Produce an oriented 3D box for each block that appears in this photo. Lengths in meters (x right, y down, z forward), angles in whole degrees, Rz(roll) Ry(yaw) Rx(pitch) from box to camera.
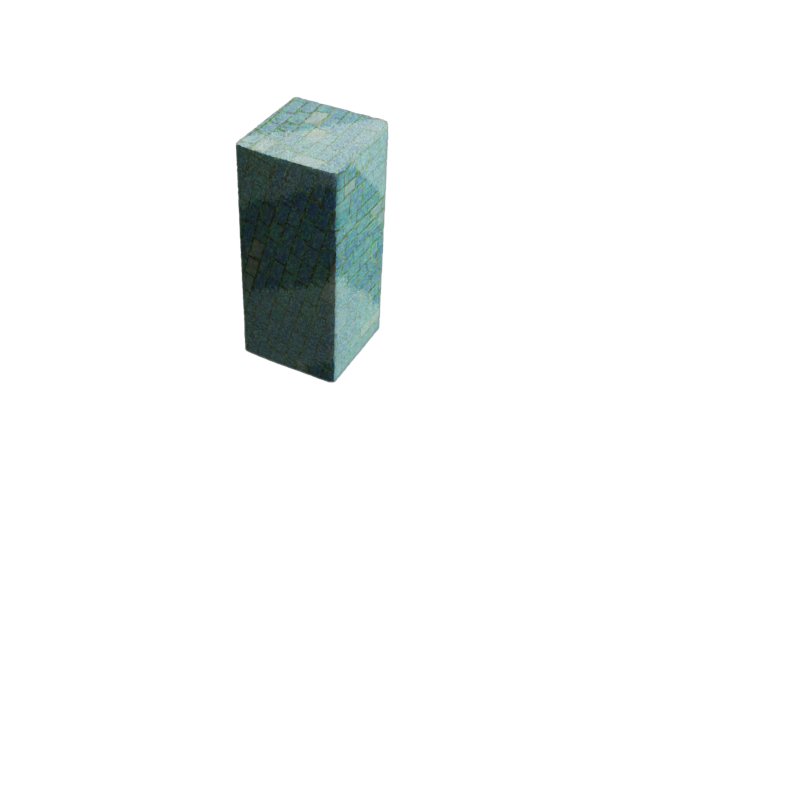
[{"bbox_3d":[-0.071,-0.129,0.907,0.094,0.193,0.093,20,41,20],"label":"block"}]
